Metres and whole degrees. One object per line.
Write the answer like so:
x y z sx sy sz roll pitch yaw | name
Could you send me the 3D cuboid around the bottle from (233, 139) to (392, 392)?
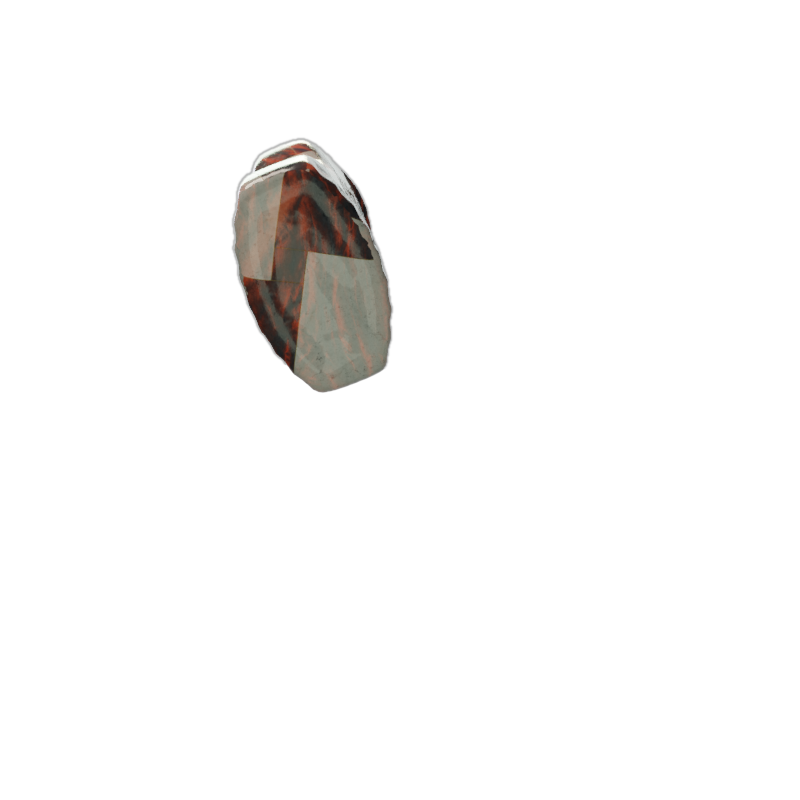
-0.042 -0.077 0.538 0.058 0.093 0.198 -22 16 3 | bottle
